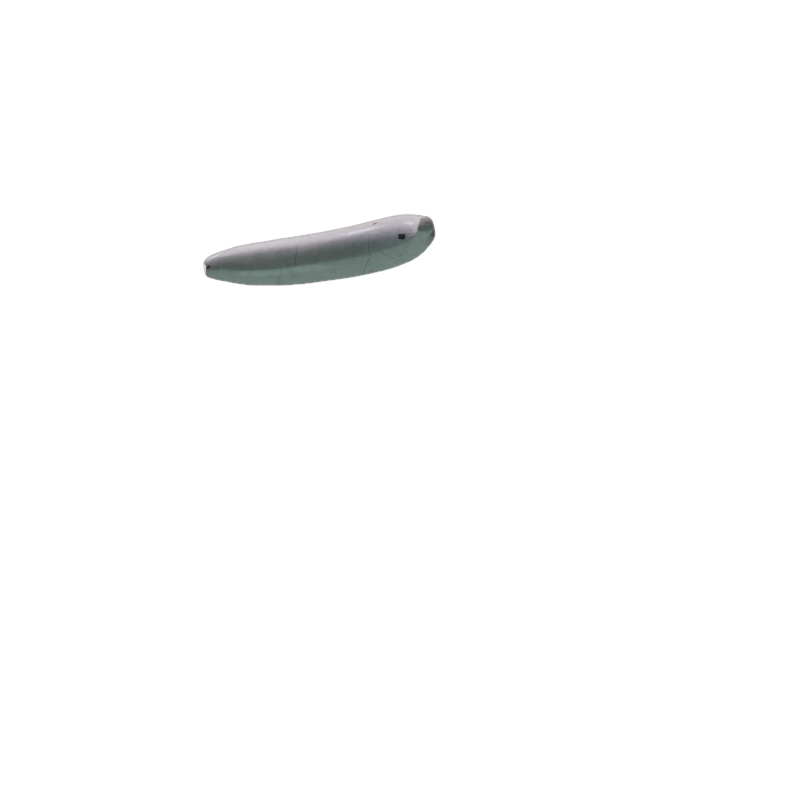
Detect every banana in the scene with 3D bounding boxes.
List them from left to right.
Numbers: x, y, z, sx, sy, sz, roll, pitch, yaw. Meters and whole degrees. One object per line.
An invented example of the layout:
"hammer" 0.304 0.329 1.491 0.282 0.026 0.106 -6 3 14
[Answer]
"banana" -0.051 -0.113 0.826 0.202 0.038 0.065 -8 -17 30
